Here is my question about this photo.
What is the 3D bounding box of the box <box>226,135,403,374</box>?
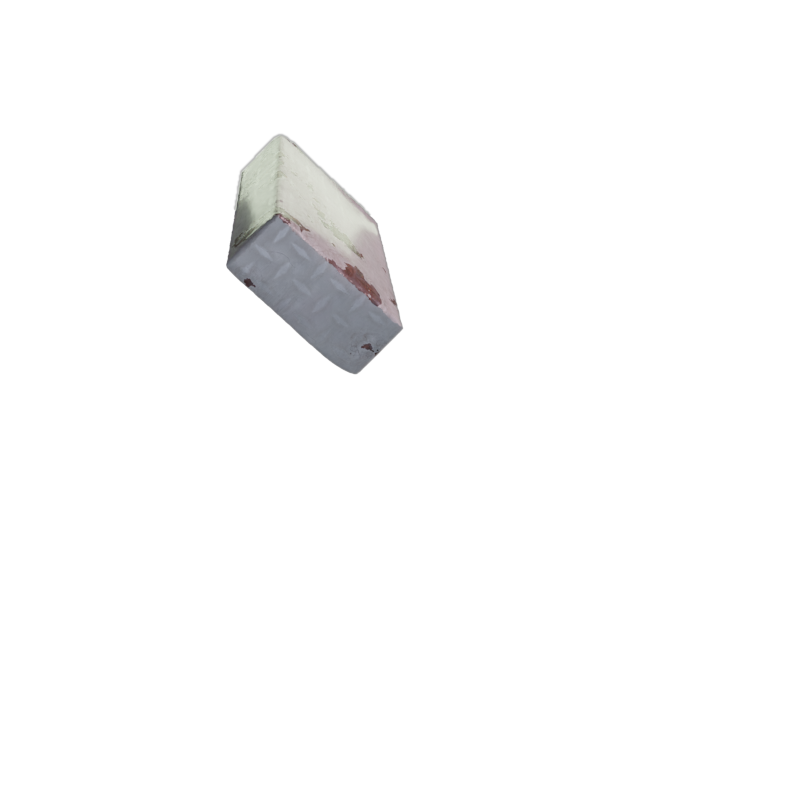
[{"bbox_3d":[-0.050,-0.092,0.644,0.089,0.047,0.186,41,18,-21],"label":"box"}]
